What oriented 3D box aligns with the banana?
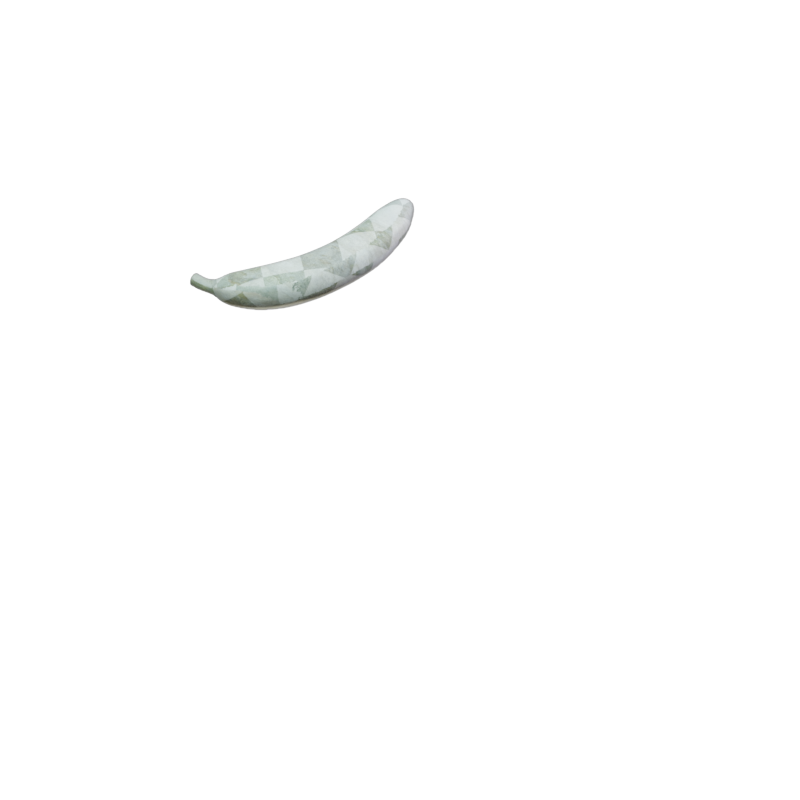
[{"bbox_3d":[-0.065,-0.113,0.882,0.196,0.075,0.034,-21,-36,-17],"label":"banana"}]
